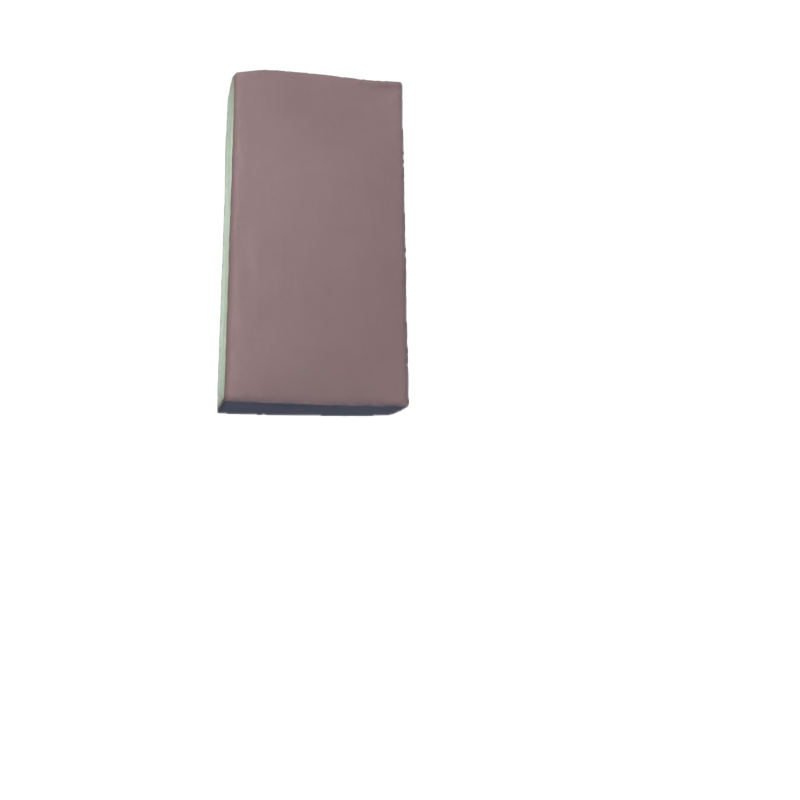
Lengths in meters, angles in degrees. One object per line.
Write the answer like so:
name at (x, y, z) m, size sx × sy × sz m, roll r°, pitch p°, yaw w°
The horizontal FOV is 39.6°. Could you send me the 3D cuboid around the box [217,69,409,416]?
box at (-0.045, -0.082, 0.573) m, size 0.092 × 0.183 × 0.047 m, roll 2°, pitch -15°, yaw -11°
